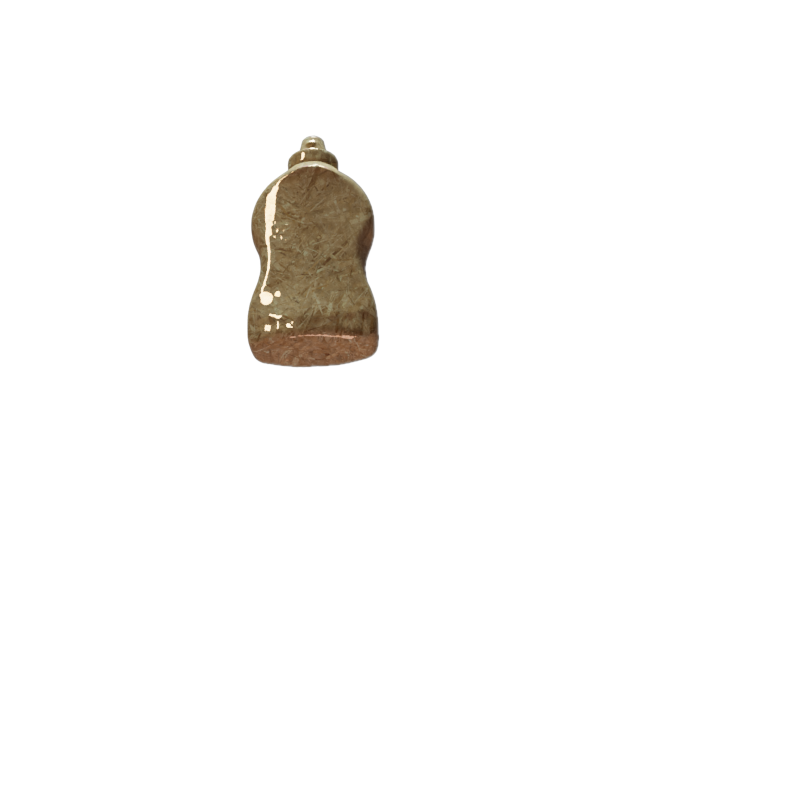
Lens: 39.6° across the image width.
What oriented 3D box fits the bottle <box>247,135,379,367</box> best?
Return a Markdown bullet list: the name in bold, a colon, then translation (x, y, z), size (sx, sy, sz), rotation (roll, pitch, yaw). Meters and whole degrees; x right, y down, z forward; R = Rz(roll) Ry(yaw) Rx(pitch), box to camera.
- **bottle**: translation (-0.067, -0.123, 0.860), size (0.097, 0.204, 0.054), rotation (-5, -29, 5)
